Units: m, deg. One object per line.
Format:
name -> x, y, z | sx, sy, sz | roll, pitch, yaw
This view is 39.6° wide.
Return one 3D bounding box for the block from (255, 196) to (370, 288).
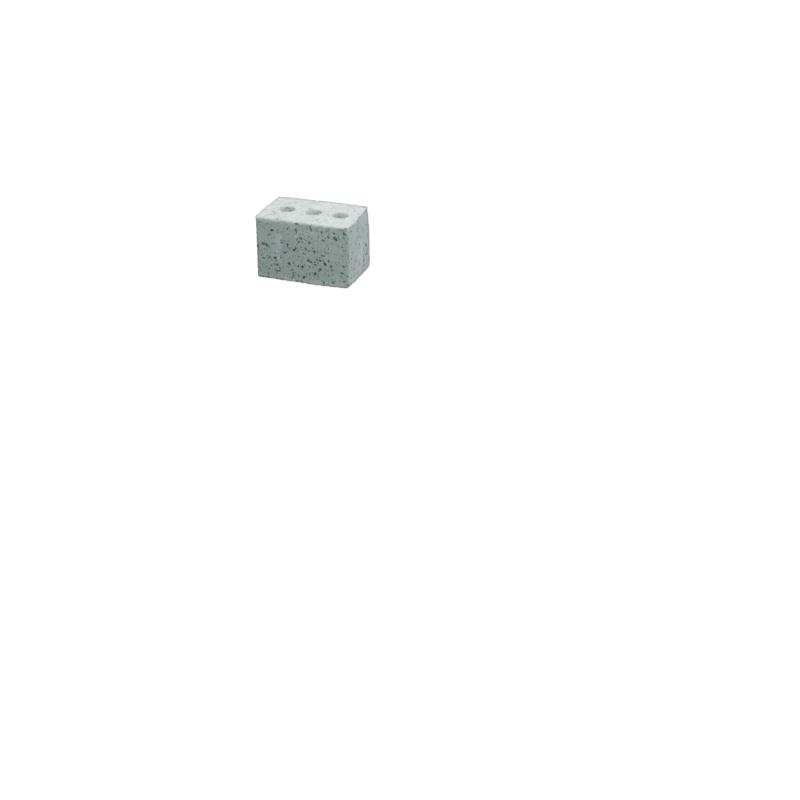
block -> -0.068, -0.124, 0.866 | 0.080, 0.049, 0.054 | 9, 26, 16
